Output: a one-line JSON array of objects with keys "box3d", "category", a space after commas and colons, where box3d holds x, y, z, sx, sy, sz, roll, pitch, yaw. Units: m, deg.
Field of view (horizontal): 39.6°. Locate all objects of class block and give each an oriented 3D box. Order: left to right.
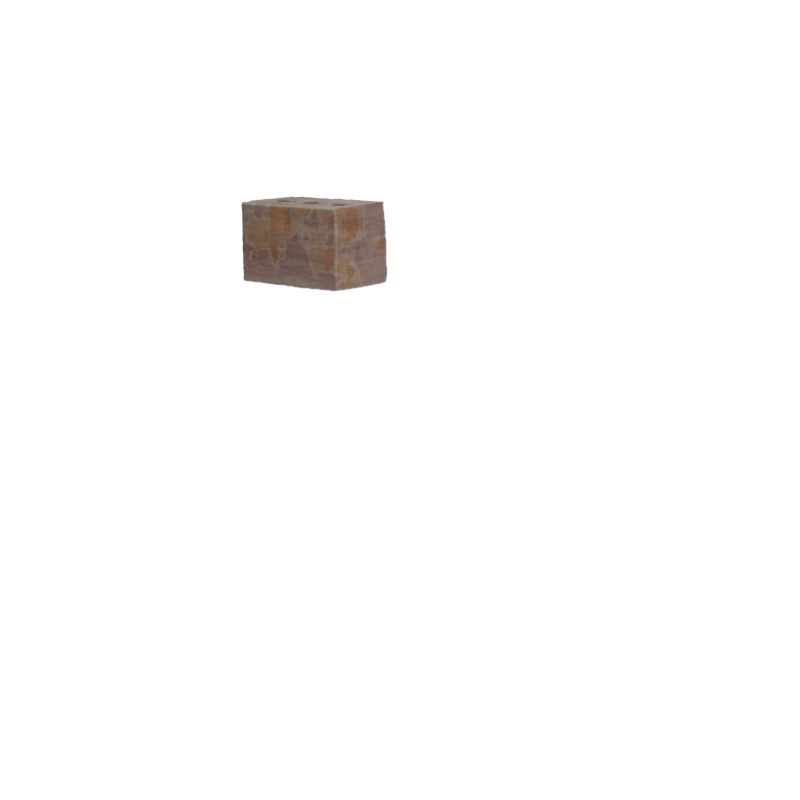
[{"box3d": [-0.054, -0.099, 0.695, 0.081, 0.050, 0.051, 9, 14, 35], "category": "block"}]
